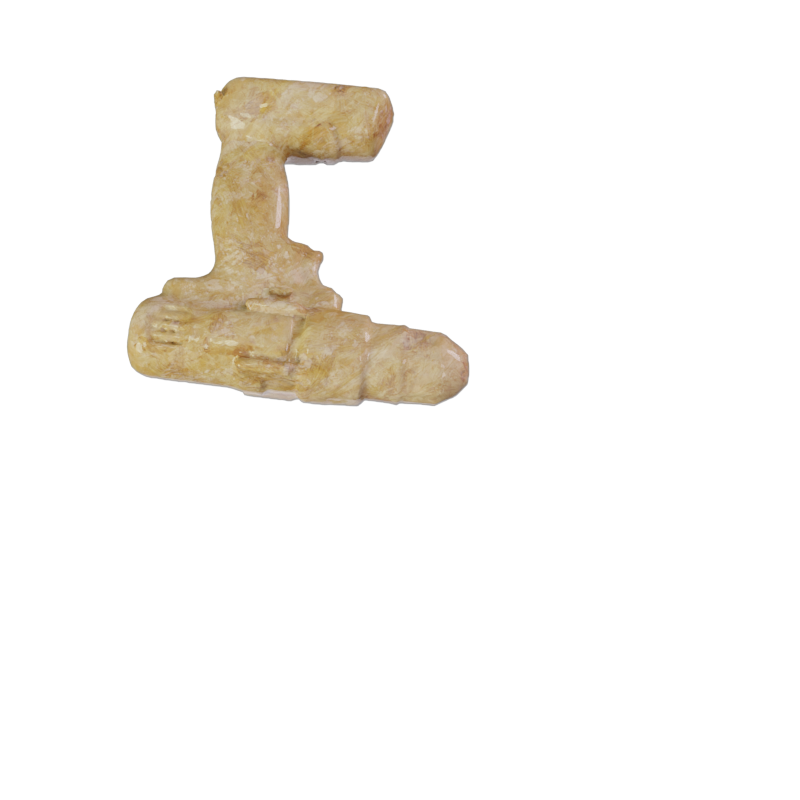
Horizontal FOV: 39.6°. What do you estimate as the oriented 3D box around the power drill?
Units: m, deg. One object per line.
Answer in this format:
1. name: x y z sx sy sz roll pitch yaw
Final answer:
1. power drill: -0.049 -0.089 0.627 0.185 0.198 0.054 6 -26 2
